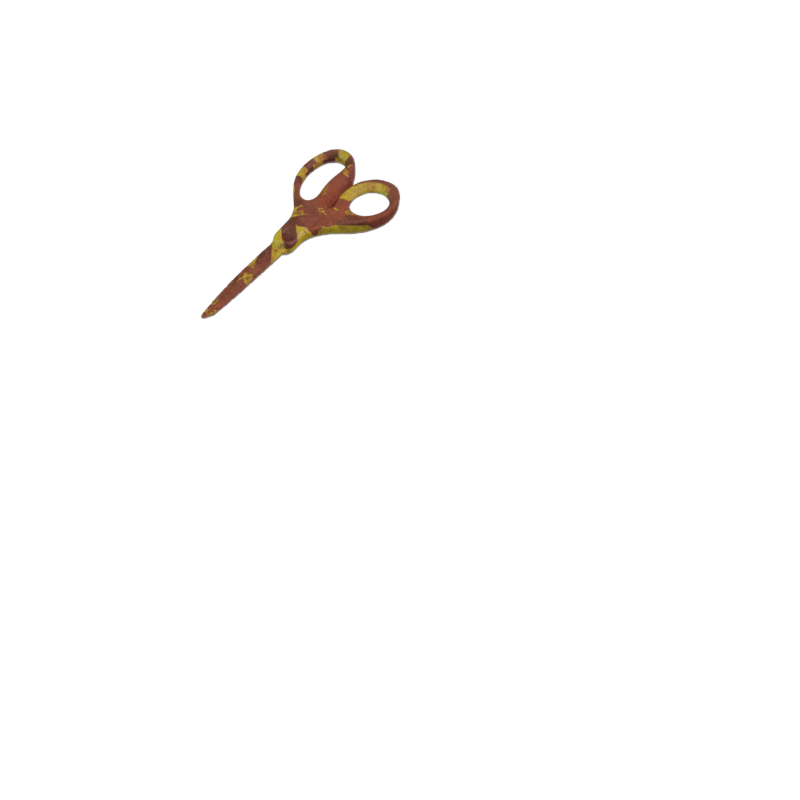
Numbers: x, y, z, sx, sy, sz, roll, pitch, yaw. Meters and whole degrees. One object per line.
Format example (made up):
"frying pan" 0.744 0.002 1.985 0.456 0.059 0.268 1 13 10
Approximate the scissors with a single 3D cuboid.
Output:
"scissors" -0.067 -0.122 0.853 0.099 0.211 0.015 15 -38 12
